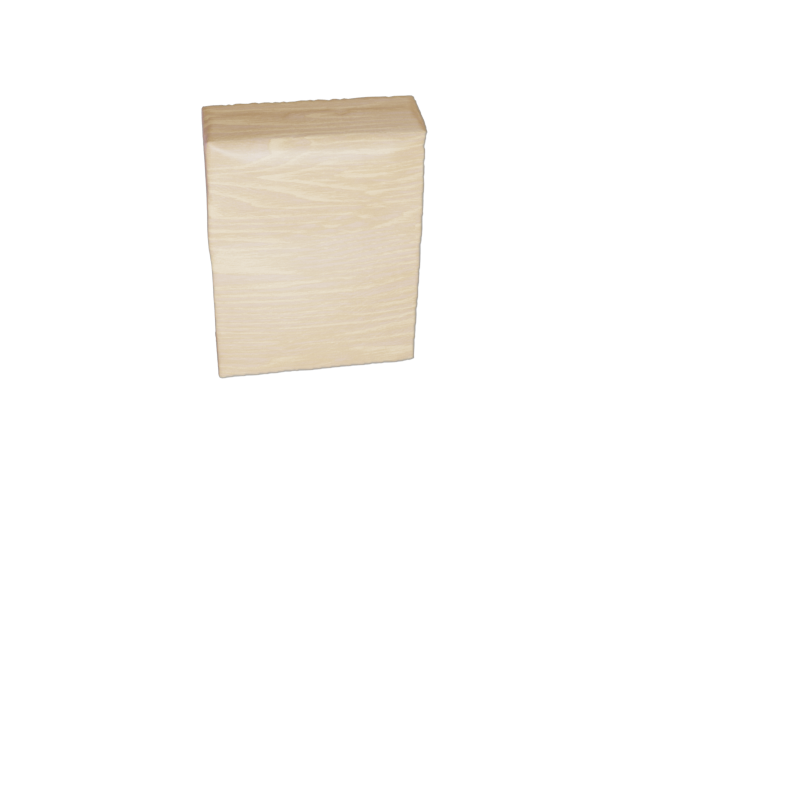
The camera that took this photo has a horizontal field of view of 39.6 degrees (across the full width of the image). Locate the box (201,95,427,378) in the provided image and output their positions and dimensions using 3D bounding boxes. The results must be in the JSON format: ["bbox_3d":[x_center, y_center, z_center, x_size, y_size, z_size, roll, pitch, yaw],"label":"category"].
[{"bbox_3d":[-0.068,-0.124,0.866,0.163,0.200,0.077,-4,36,-8],"label":"box"}]
